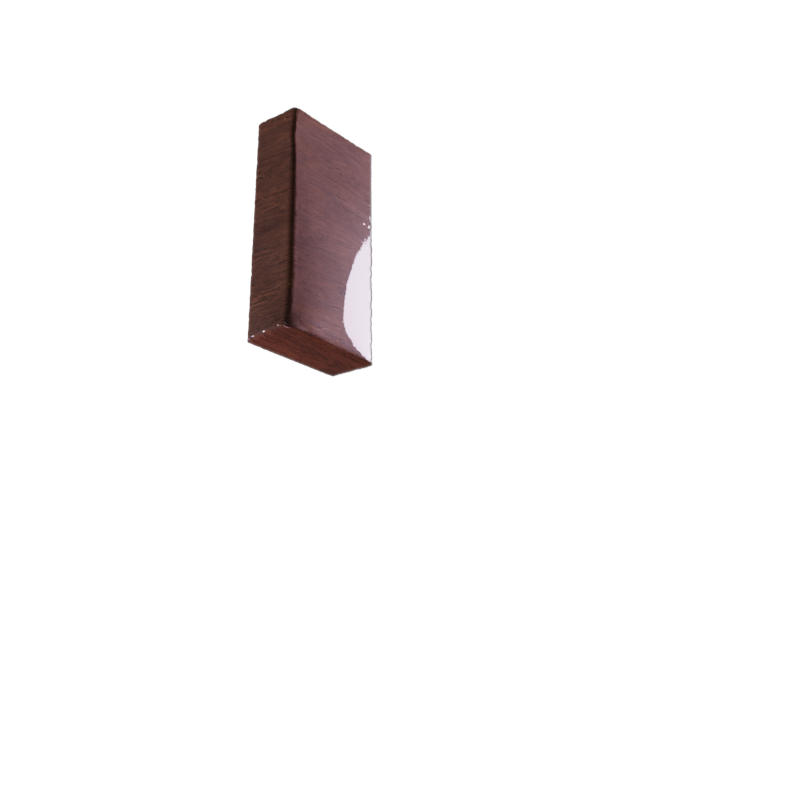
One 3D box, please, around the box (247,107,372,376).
[{"bbox_3d":[-0.064,-0.116,0.811,0.048,0.187,0.087,-22,-32,35],"label":"box"}]
